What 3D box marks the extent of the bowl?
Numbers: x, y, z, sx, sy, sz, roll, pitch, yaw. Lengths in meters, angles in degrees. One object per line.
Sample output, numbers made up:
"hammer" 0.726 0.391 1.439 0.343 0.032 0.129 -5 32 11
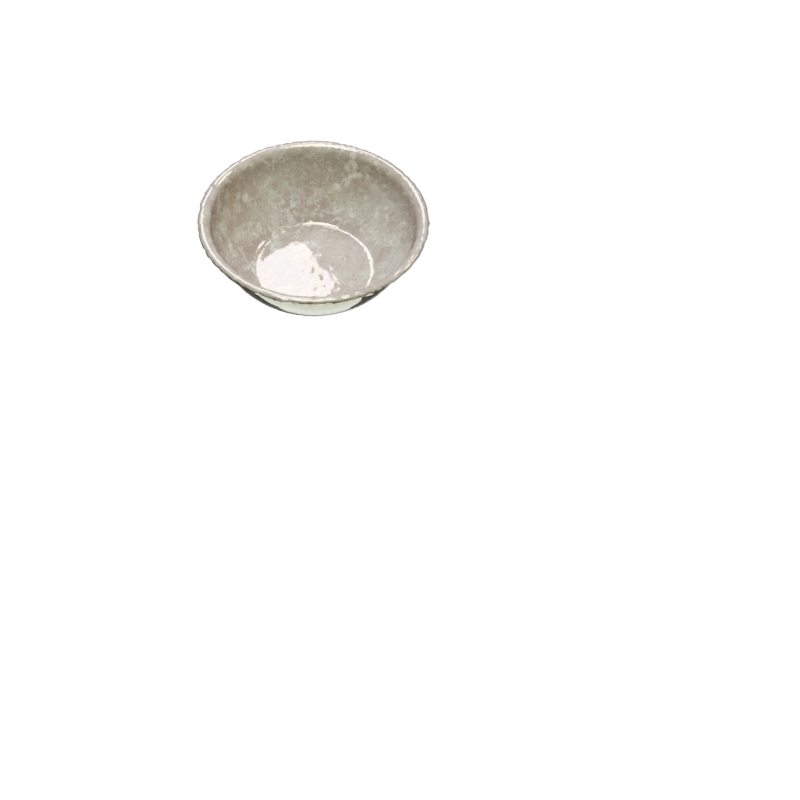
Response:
"bowl" -0.062 -0.113 0.792 0.162 0.174 0.051 -1 -40 -1
